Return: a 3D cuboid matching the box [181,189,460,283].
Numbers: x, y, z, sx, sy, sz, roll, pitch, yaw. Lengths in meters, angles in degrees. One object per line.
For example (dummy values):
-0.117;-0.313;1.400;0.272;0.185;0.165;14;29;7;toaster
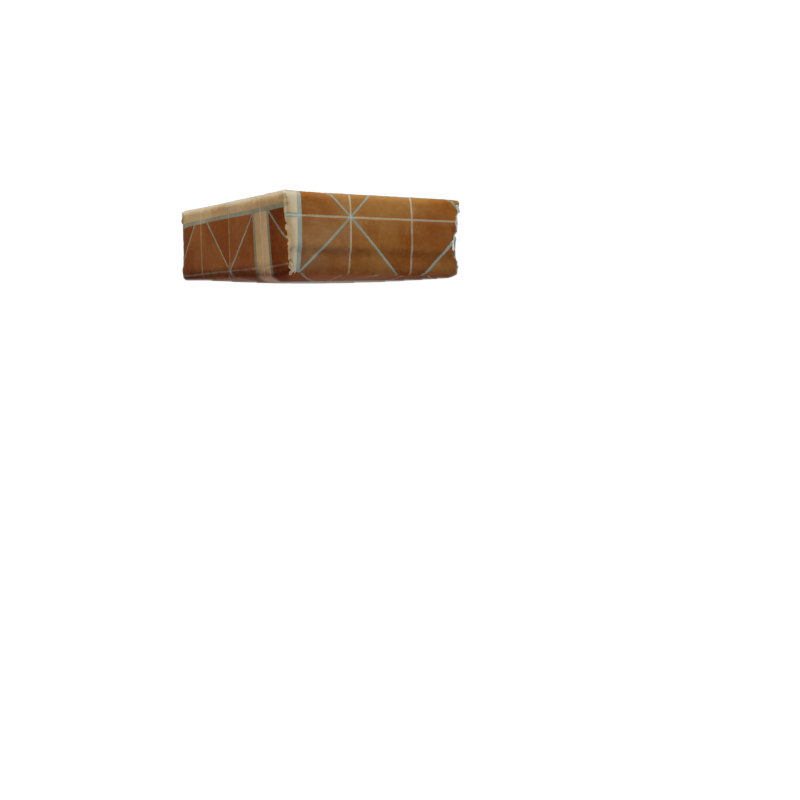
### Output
-0.041;-0.074;0.518;0.087;0.039;0.118;-3;7;-32;box
